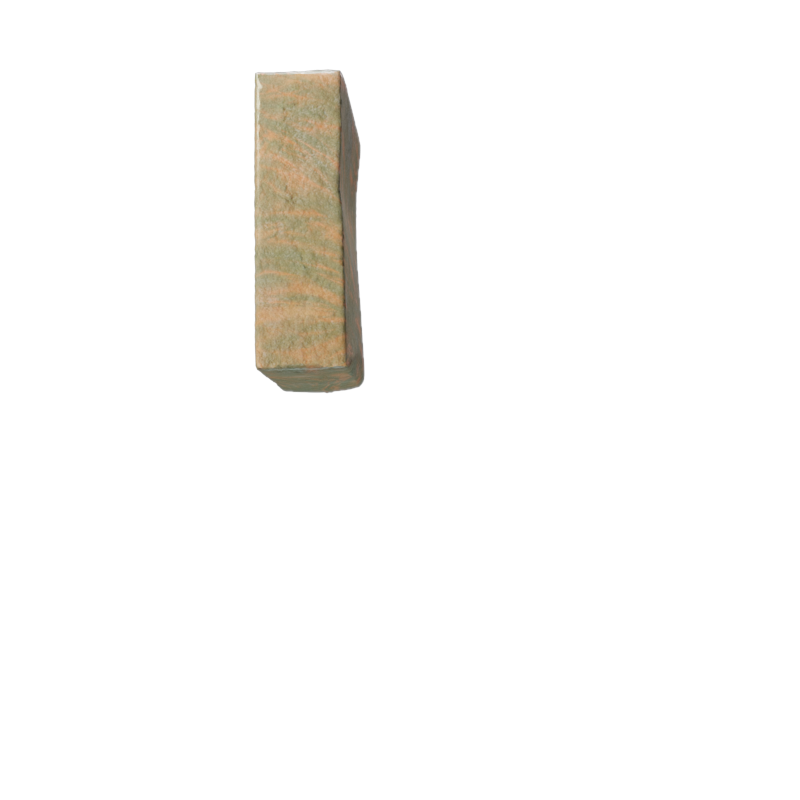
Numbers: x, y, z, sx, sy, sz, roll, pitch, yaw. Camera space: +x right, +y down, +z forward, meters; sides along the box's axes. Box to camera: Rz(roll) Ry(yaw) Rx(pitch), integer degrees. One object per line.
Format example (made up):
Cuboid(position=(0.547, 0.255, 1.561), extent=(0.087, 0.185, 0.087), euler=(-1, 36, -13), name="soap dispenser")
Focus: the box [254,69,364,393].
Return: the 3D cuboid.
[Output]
Cuboid(position=(-0.065, -0.119, 0.836), extent=(0.072, 0.220, 0.159), euler=(-1, -10, 2), name="box")
